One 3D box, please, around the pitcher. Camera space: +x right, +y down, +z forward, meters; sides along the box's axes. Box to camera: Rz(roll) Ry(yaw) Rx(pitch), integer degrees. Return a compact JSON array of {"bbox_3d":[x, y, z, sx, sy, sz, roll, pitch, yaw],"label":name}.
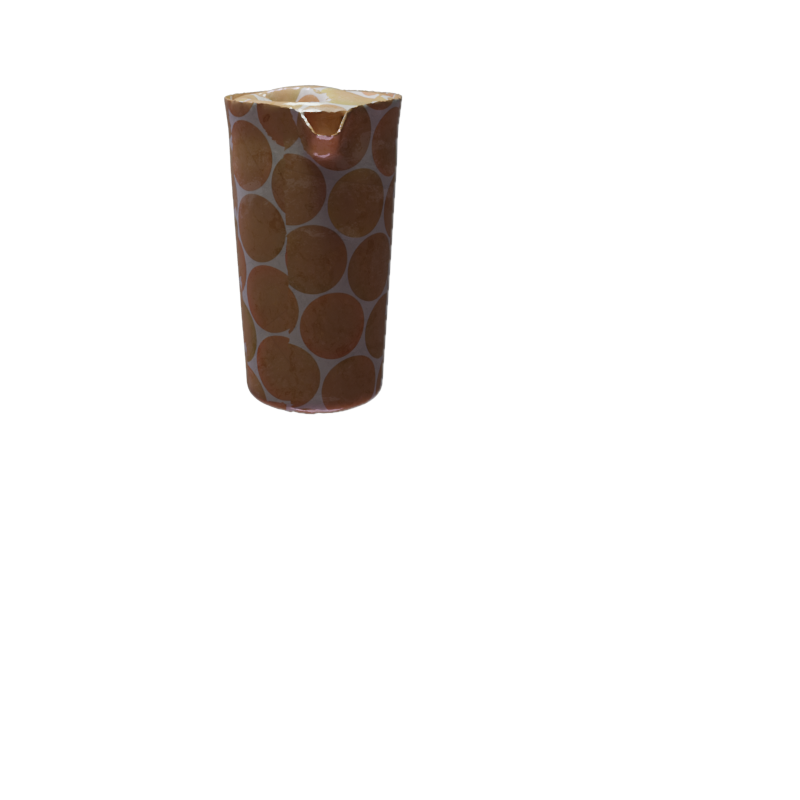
[{"bbox_3d":[-0.068,-0.124,0.865,0.152,0.235,0.147,11,18,34],"label":"pitcher"}]
